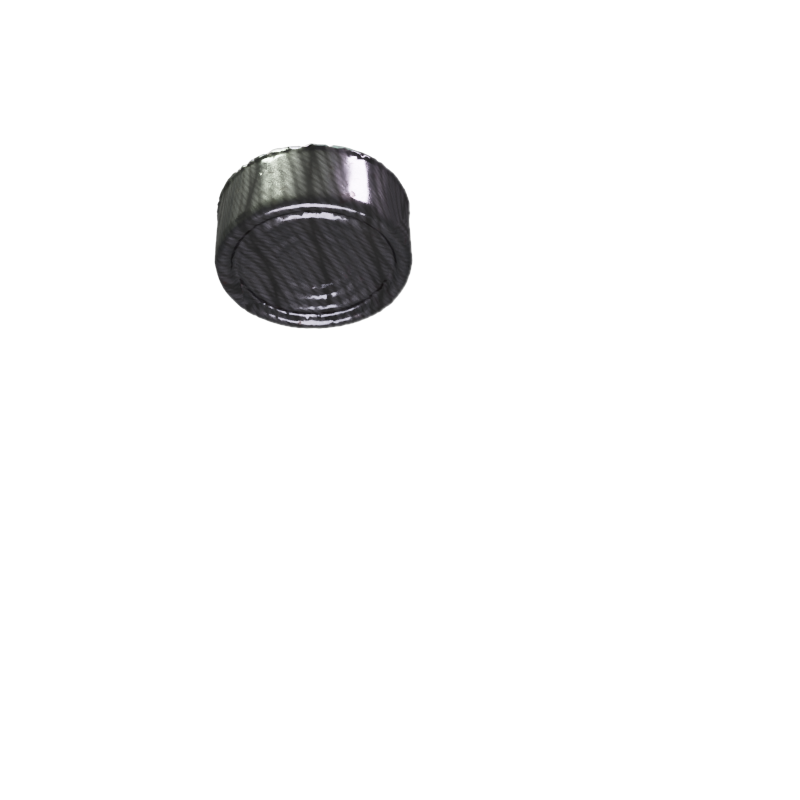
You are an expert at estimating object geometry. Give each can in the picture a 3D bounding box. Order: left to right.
[{"bbox_3d":[-0.038,-0.069,0.482,0.086,0.036,0.080,1,-38,-2],"label":"can"}]
